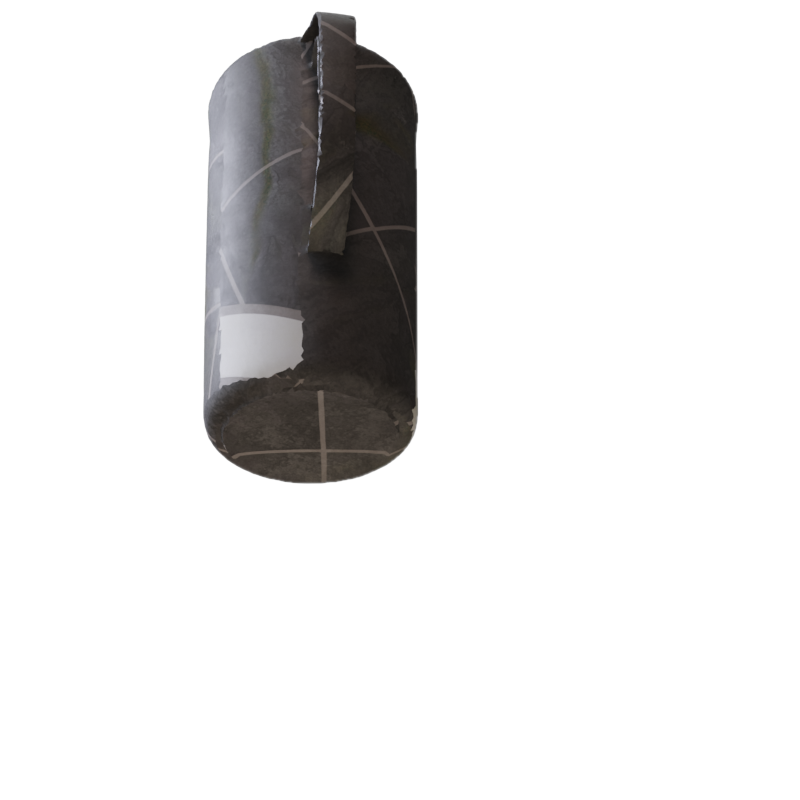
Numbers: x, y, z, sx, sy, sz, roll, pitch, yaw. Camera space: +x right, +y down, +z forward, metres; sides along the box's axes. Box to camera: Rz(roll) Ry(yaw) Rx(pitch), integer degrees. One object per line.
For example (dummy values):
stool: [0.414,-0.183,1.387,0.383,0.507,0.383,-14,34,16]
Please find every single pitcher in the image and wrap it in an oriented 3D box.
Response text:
pitcher: [-0.049,-0.089,0.621,0.145,0.261,0.138,-24,-43,25]
